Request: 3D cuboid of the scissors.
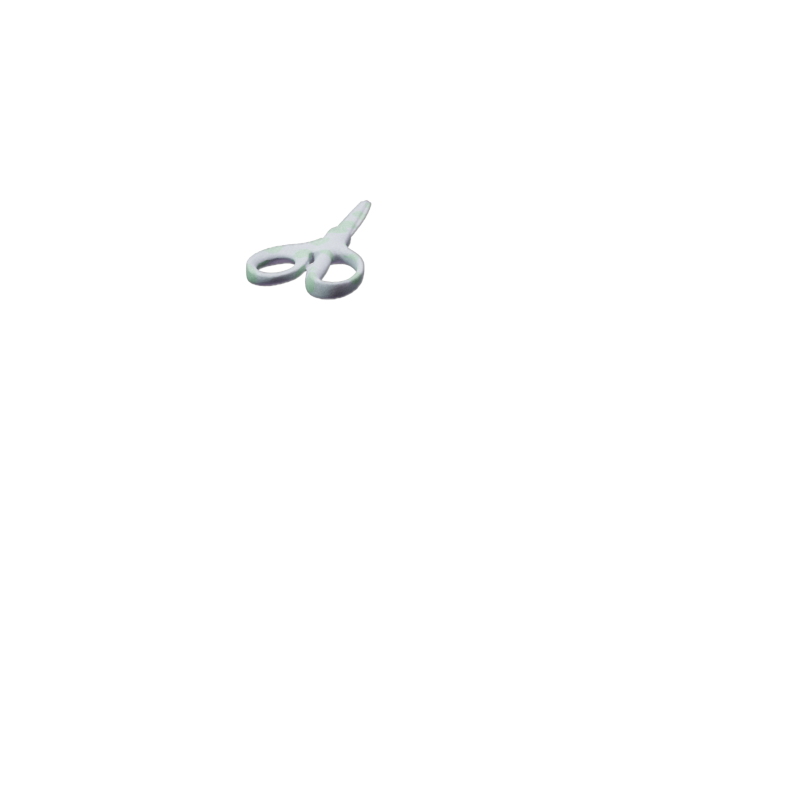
[{"bbox_3d":[-0.068,-0.124,0.870,0.096,0.015,0.213,-1,27,-2],"label":"scissors"}]
